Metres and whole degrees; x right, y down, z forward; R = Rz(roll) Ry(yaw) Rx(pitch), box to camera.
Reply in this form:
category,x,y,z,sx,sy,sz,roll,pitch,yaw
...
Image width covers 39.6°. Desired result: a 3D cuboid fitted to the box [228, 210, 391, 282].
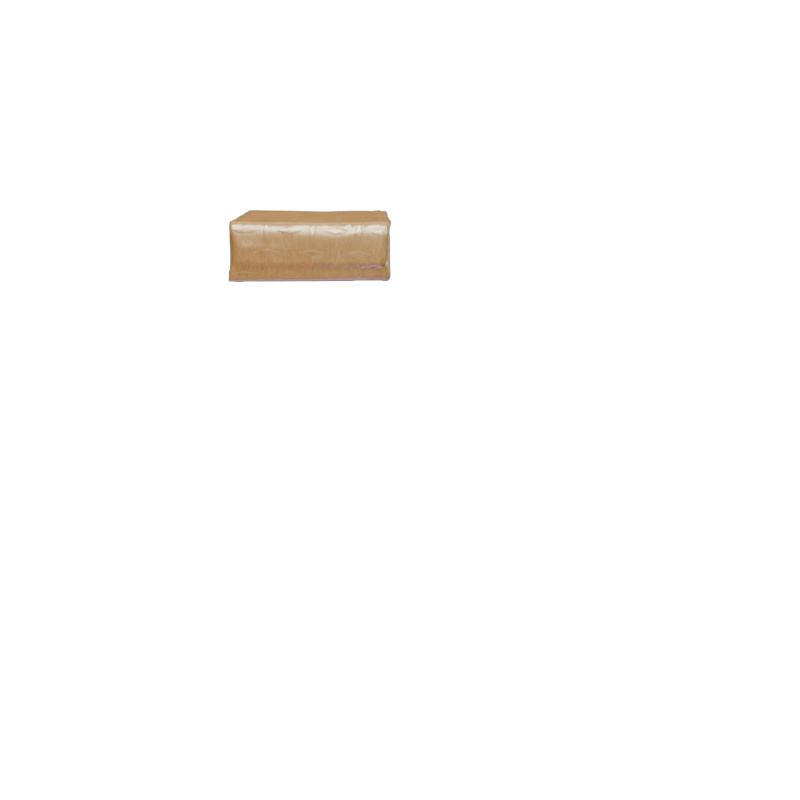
category,x,y,z,sx,sy,sz,roll,pitch,yaw
box,-0.042,-0.076,0.533,0.073,0.030,0.091,0,12,0
